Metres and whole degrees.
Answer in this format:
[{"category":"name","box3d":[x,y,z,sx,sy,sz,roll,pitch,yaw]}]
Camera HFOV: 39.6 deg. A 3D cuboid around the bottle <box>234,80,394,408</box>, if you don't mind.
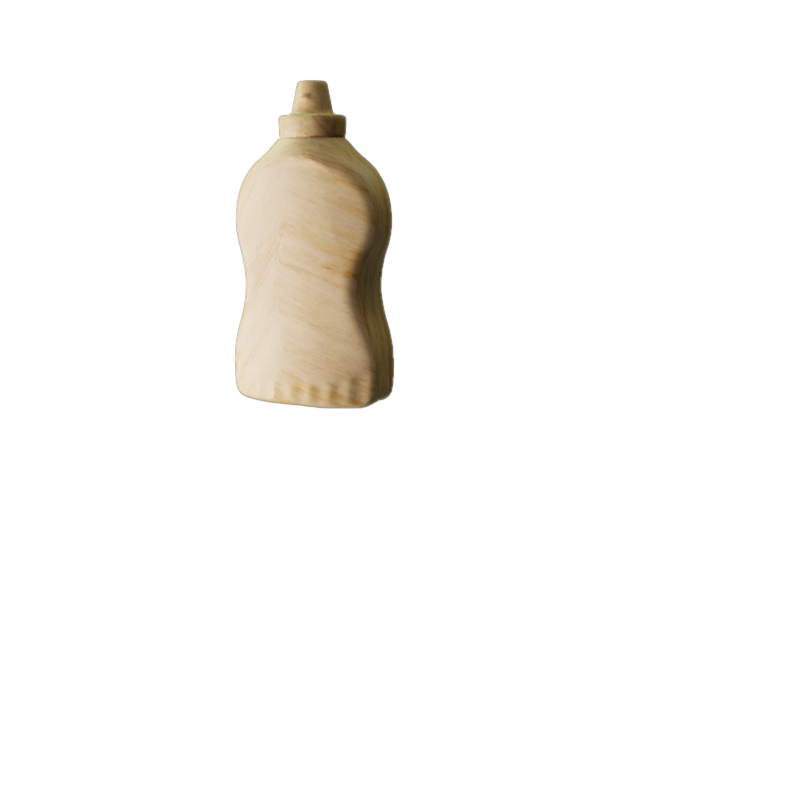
[{"category":"bottle","box3d":[-0.052,-0.095,0.666,0.099,0.190,0.057,3,5,27]}]
